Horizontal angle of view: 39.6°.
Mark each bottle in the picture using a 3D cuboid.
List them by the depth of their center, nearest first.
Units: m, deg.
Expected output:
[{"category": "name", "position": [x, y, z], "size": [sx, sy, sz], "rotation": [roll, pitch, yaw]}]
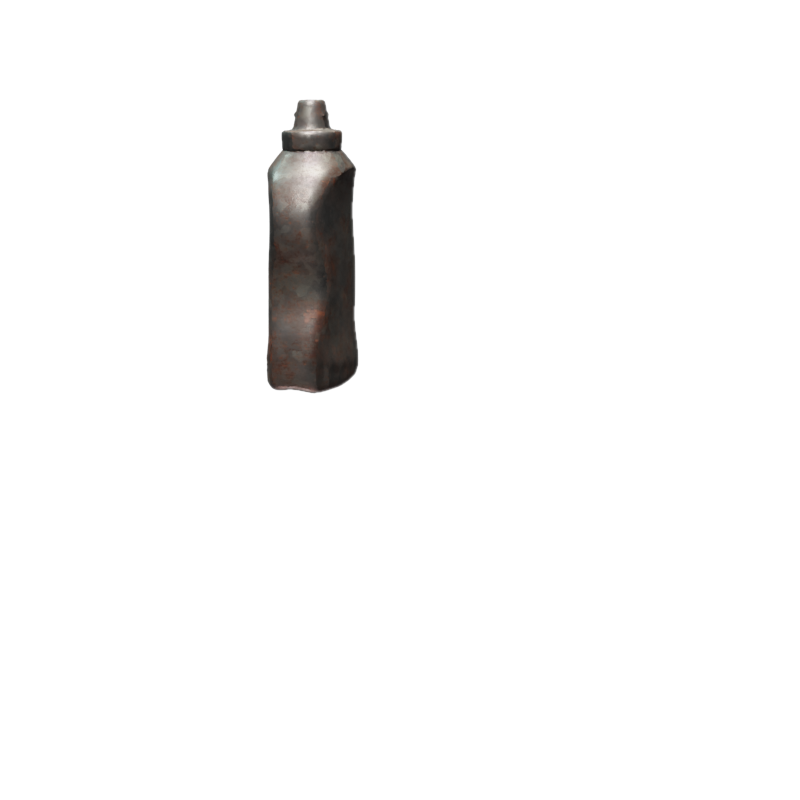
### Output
[{"category": "bottle", "position": [-0.060, -0.108, 0.756], "size": [0.060, 0.188, 0.096], "rotation": [3, 9, 16]}]
